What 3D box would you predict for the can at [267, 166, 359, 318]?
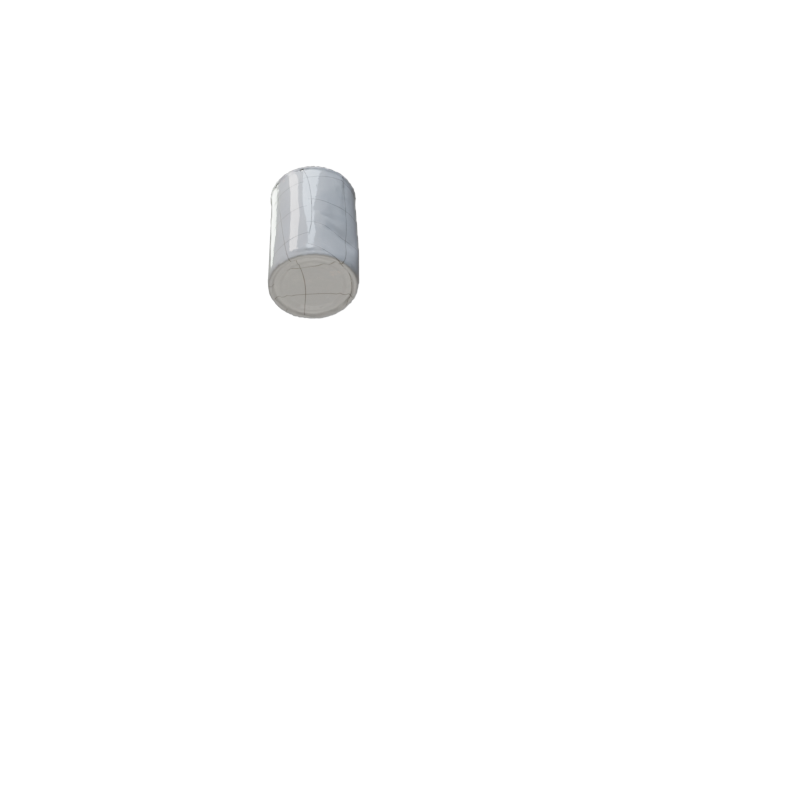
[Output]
[{"bbox_3d":[-0.066,-0.120,0.843,0.068,0.110,0.064,-1,-44,-3],"label":"can"}]
